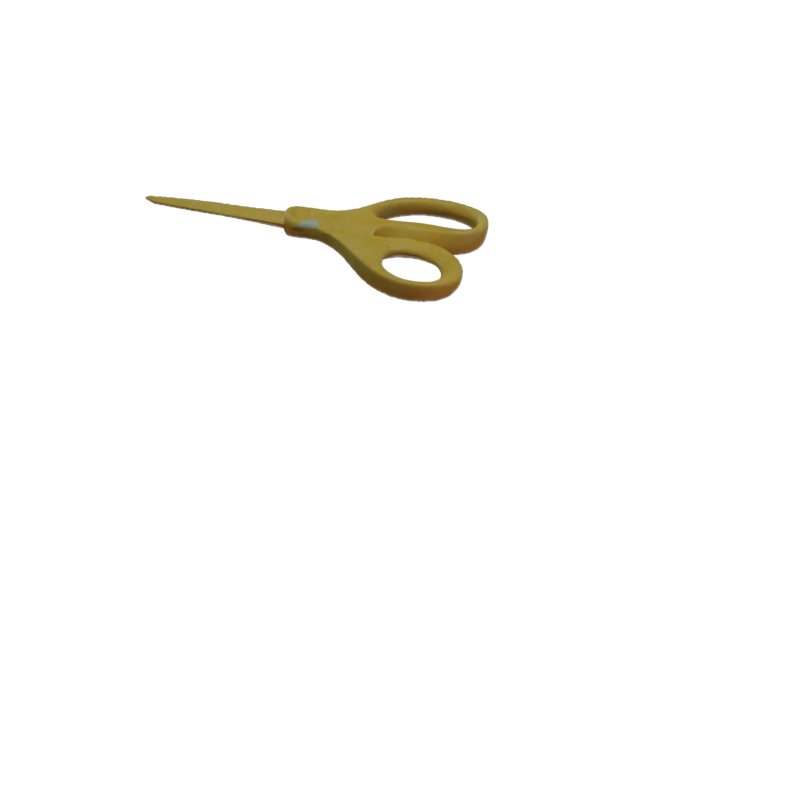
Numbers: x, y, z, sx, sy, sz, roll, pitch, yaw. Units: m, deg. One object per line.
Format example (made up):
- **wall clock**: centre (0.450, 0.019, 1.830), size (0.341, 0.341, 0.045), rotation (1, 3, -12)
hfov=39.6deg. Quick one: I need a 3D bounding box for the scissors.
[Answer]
- **scissors**: centre (-0.049, -0.090, 0.630), size (0.201, 0.015, 0.103), rotation (0, 40, -1)
